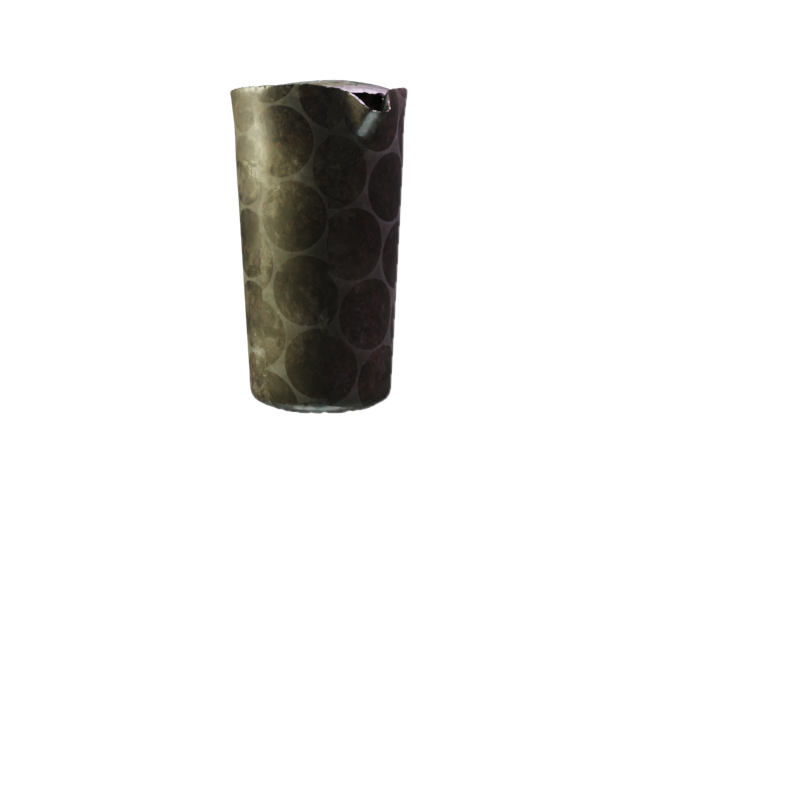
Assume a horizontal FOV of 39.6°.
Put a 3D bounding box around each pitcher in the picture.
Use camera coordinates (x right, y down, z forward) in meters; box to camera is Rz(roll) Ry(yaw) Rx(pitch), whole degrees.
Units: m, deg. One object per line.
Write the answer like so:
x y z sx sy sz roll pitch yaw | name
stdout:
-0.066 -0.121 0.848 0.147 0.240 0.149 1 6 11 | pitcher
